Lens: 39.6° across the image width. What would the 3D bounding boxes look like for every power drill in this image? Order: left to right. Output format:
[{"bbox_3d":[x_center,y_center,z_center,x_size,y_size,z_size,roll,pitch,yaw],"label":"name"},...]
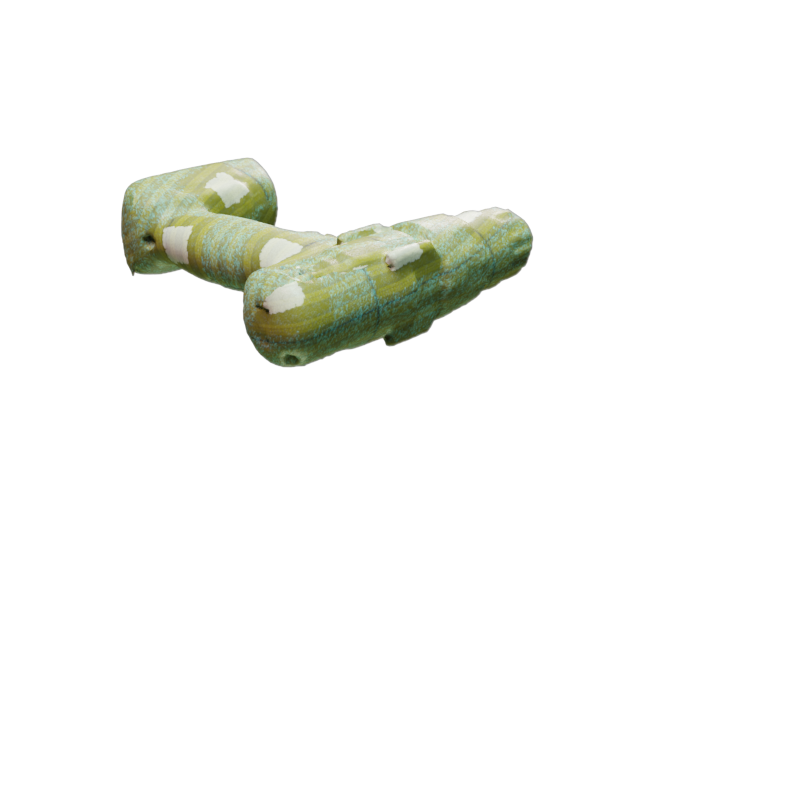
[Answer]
[{"bbox_3d":[-0.047,-0.086,0.600,0.182,0.055,0.199,-21,32,-40],"label":"power drill"}]
